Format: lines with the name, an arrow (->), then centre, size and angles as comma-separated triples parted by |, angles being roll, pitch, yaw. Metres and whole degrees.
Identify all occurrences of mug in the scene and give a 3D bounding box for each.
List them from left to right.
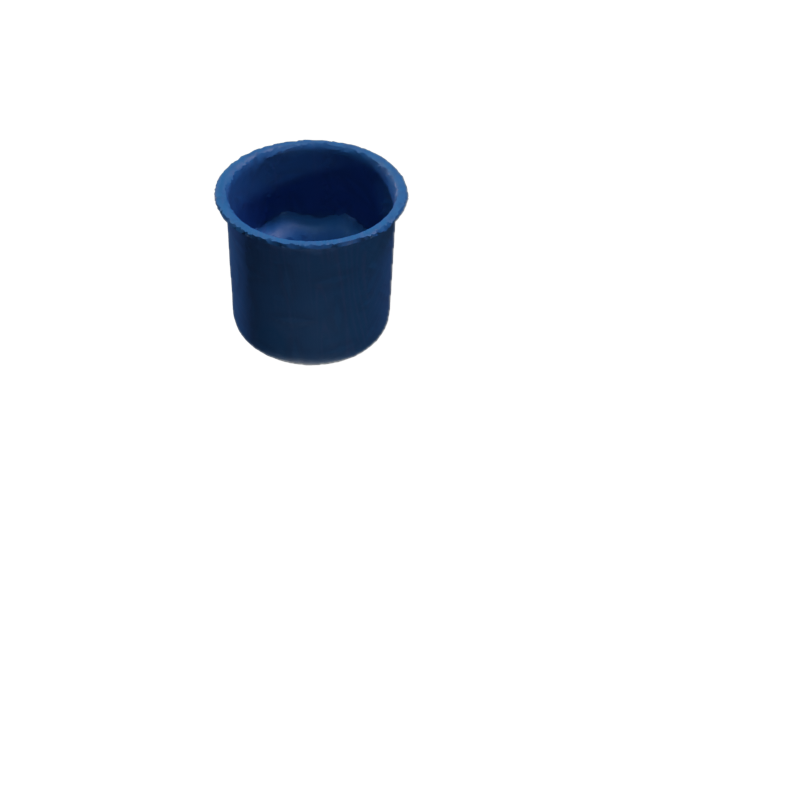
mug -> -0.044, -0.081, 0.565 | 0.093, 0.076, 0.125 | 2, 41, 1
